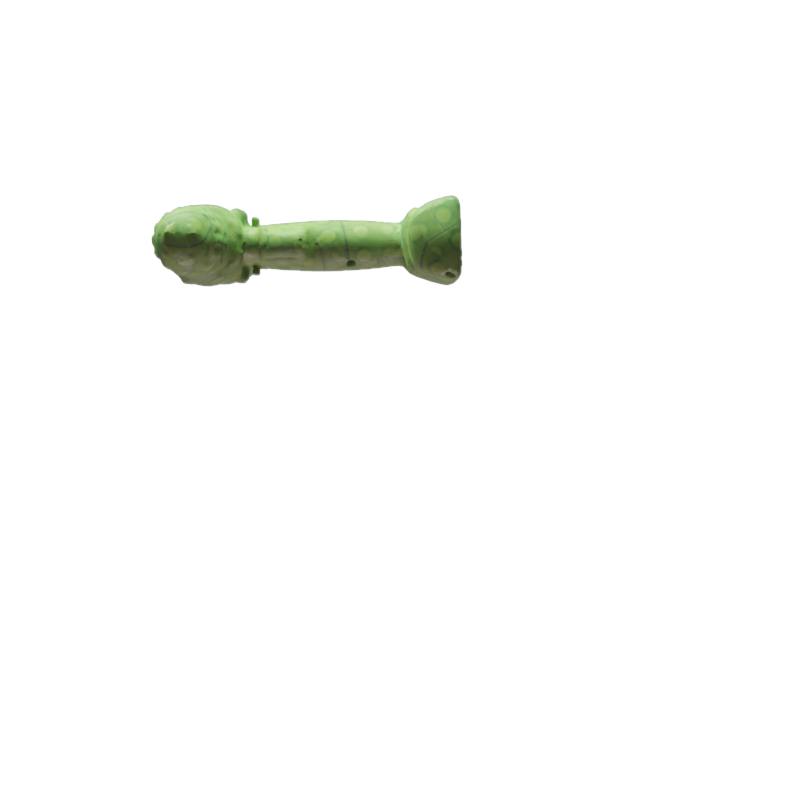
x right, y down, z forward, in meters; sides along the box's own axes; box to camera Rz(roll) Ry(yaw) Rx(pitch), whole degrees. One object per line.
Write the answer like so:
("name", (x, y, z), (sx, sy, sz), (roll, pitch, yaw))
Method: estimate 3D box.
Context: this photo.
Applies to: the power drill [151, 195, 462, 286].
("power drill", (-0.056, -0.102, 0.713), (0.189, 0.057, 0.185), (0, 6, 3))
